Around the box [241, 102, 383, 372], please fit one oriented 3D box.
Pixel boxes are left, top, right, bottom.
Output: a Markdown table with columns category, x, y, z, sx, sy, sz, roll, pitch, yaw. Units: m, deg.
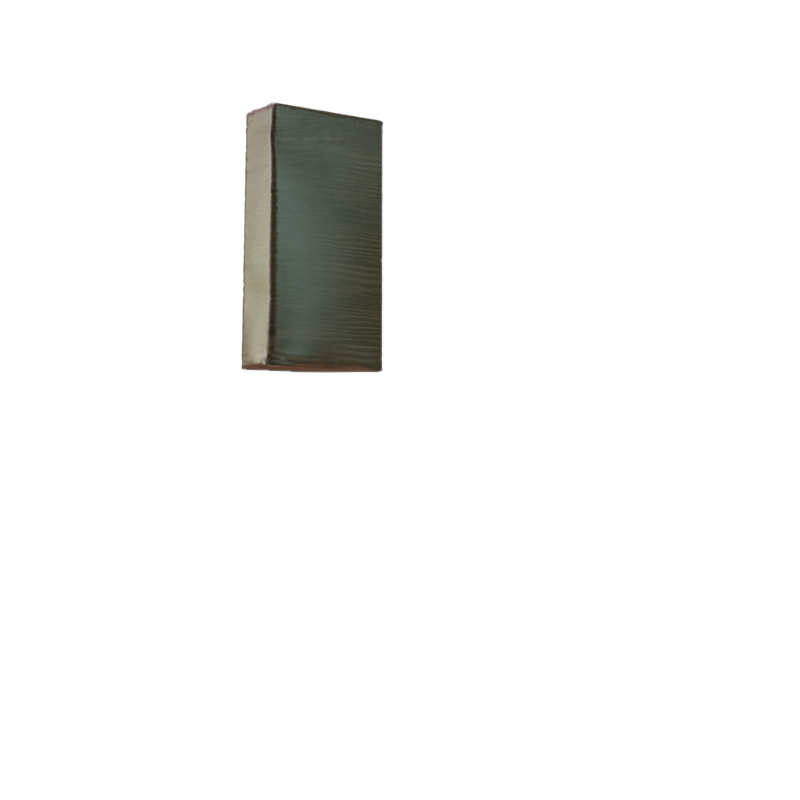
| category | x | y | z | sx | sy | sz | roll | pitch | yaw |
| --- | --- | --- | --- | --- | --- | --- | --- | --- | --- |
| box | -0.059 | -0.108 | 0.758 | 0.089 | 0.180 | 0.049 | 5 | -10 | -35 |
